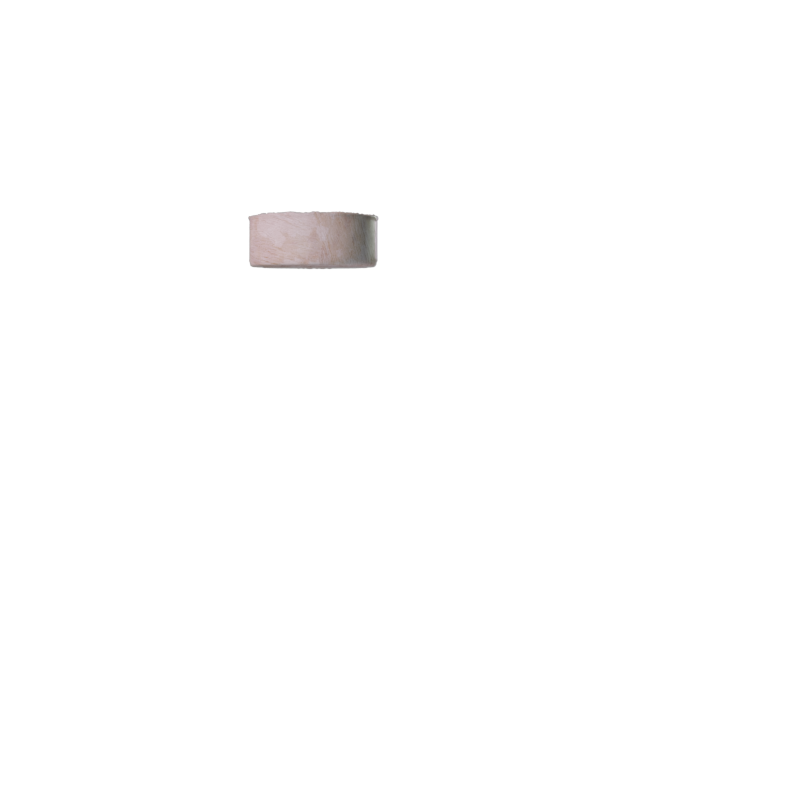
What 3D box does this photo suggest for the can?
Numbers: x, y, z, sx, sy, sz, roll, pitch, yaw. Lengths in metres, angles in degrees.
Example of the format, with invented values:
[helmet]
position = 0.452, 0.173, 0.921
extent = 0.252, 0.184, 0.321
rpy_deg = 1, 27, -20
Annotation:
[can]
position = -0.057, -0.104, 0.730
extent = 0.086, 0.034, 0.086
rpy_deg = 0, 4, -2
